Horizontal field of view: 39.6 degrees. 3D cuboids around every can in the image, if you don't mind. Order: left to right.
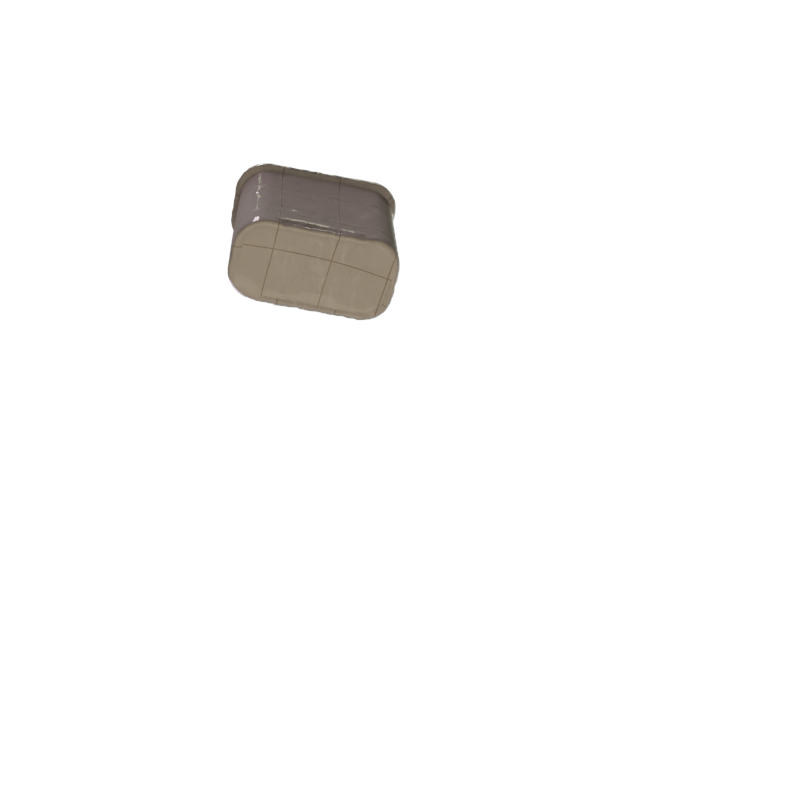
[{"bbox_3d":[-0.052,-0.095,0.664,0.101,0.055,0.089,9,29,-7],"label":"can"}]
